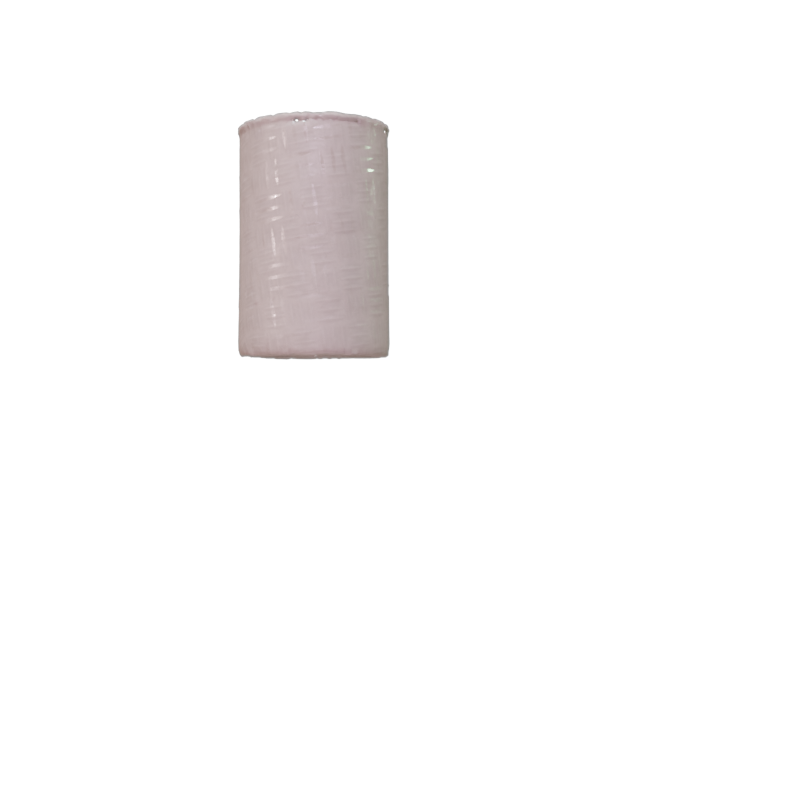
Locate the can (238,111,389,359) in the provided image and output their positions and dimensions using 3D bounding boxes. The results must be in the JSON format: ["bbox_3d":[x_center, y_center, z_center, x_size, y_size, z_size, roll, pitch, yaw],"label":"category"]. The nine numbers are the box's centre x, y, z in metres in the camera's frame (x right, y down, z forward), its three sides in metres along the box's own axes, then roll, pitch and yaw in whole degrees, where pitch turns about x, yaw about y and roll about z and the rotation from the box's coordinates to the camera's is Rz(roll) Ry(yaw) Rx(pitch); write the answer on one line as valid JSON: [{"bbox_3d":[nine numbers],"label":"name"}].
[{"bbox_3d":[-0.038,-0.070,0.491,0.068,0.104,0.068,0,-5,-2],"label":"can"}]
